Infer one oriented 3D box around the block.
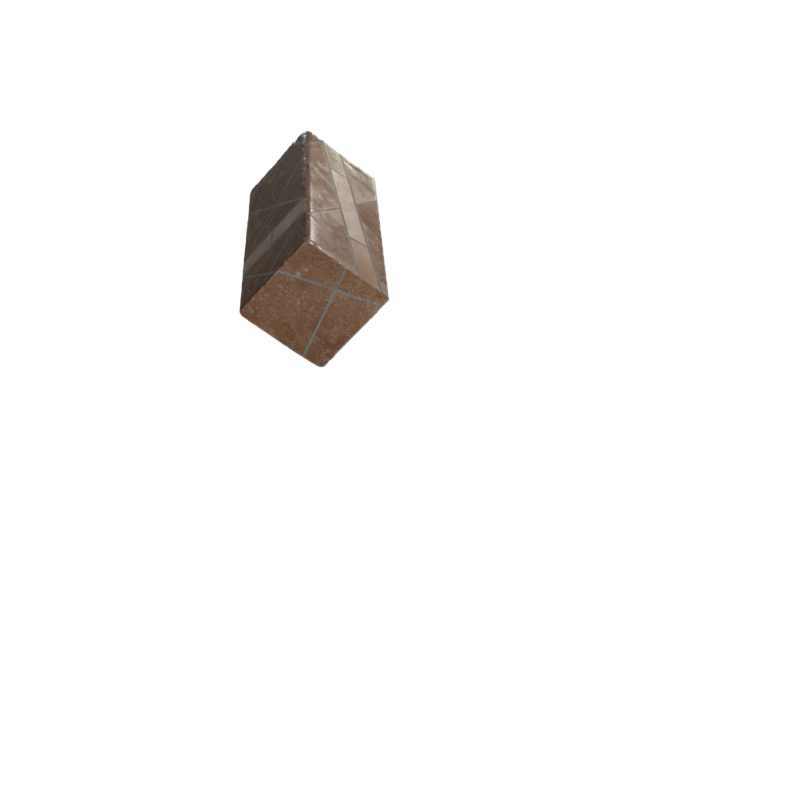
[{"bbox_3d":[-0.077,-0.139,0.973,0.086,0.089,0.220,33,27,-24],"label":"block"}]
